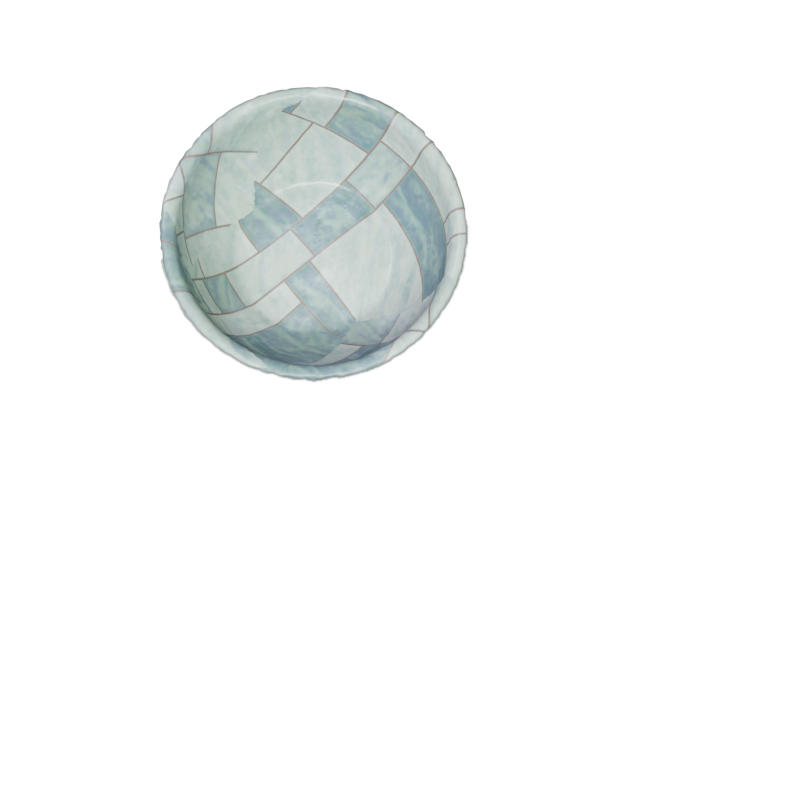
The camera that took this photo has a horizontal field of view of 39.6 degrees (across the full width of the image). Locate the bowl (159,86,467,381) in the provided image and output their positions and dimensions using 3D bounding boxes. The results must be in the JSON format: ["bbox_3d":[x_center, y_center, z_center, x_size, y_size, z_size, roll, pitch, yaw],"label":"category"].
[{"bbox_3d":[-0.047,-0.086,0.605,0.162,0.169,0.053,-1,-16,-1],"label":"bowl"}]
